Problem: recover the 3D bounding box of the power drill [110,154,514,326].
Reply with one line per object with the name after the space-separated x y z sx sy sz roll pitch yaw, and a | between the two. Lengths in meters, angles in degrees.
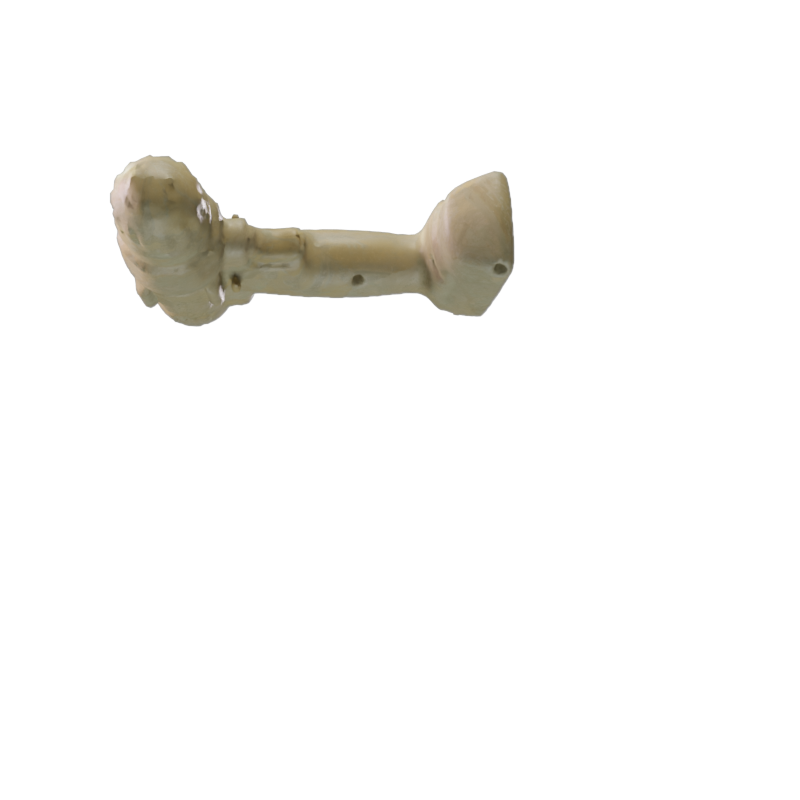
-0.043 -0.078 0.549 0.187 0.059 0.180 0 -8 -2 | power drill
